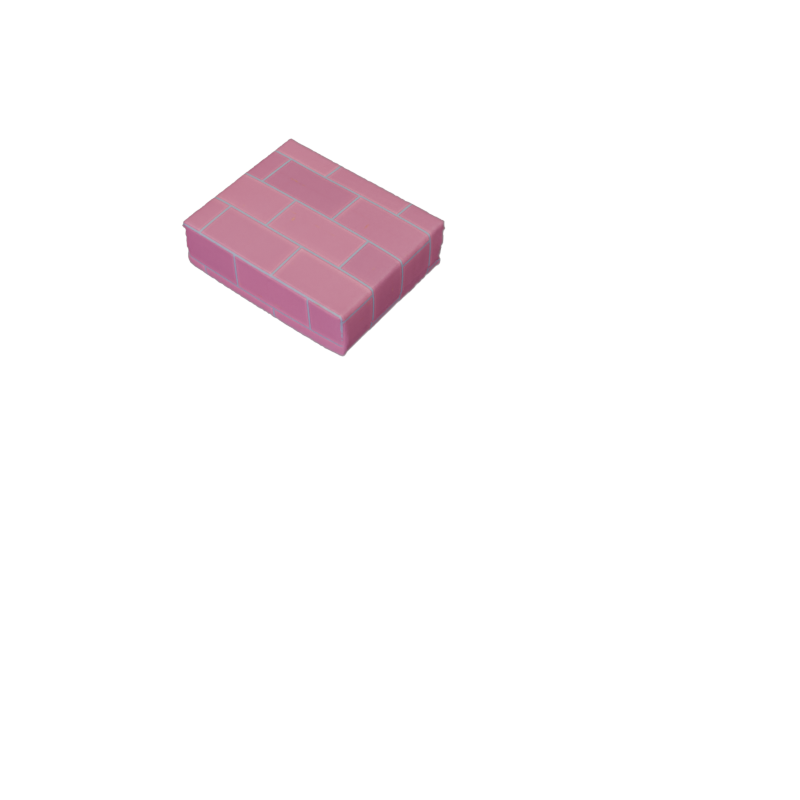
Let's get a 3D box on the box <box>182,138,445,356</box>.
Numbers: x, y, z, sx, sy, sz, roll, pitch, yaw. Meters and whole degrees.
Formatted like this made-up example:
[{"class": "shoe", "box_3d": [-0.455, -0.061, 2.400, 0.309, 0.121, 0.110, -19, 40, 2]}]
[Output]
[{"class": "box", "box_3d": [-0.047, -0.086, 0.602, 0.120, 0.036, 0.091, 32, 58, 23]}]
